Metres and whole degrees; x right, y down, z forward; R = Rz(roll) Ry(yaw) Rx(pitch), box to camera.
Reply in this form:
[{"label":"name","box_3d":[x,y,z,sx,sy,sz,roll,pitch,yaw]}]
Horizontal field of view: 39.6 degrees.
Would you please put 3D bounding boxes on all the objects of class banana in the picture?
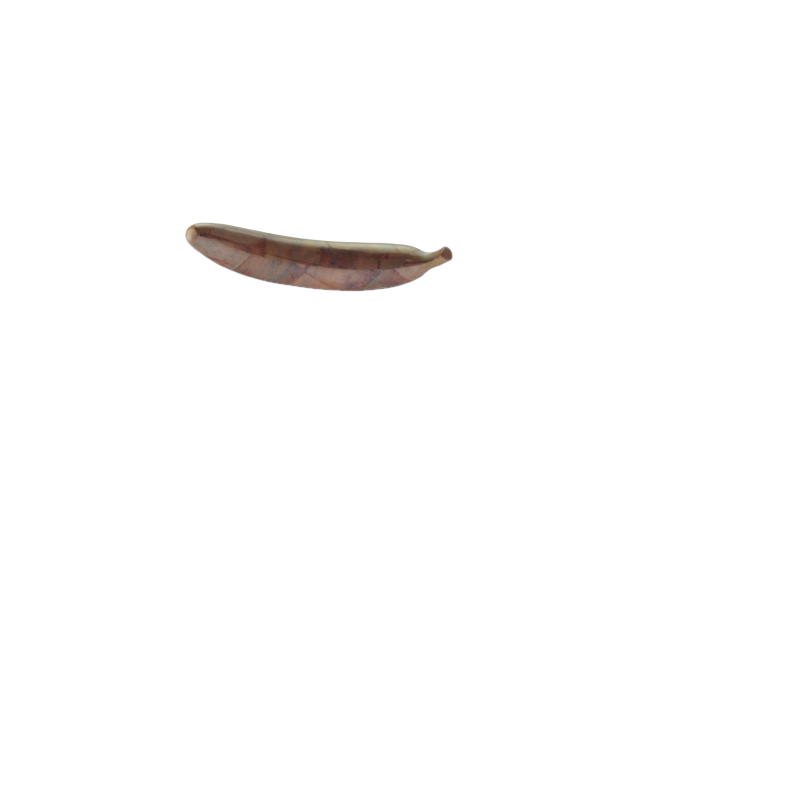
[{"label":"banana","box_3d":[-0.064,-0.111,0.845,0.196,0.039,0.066,3,-27,-5]}]
